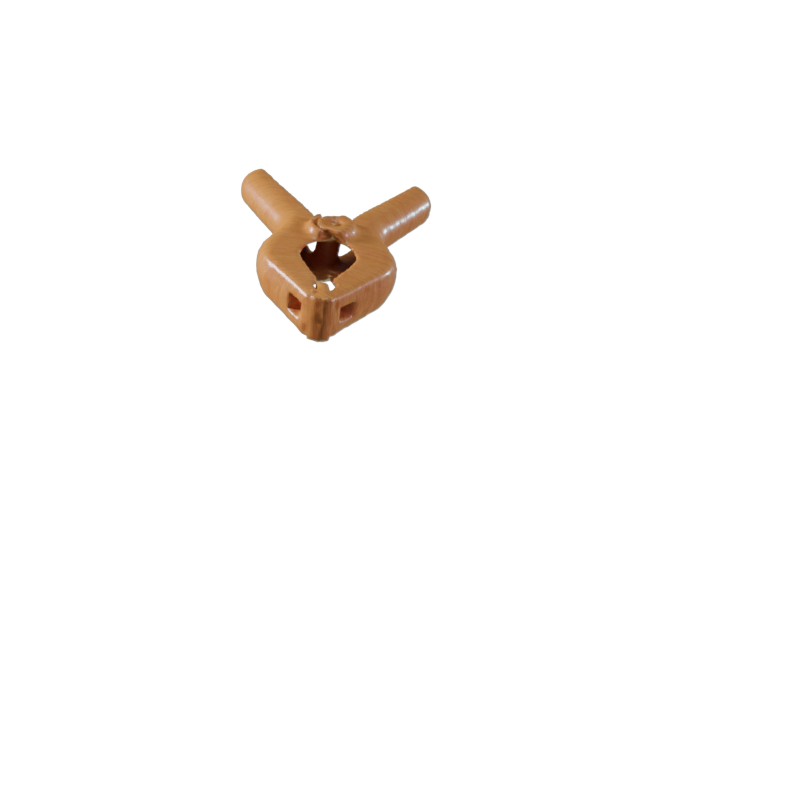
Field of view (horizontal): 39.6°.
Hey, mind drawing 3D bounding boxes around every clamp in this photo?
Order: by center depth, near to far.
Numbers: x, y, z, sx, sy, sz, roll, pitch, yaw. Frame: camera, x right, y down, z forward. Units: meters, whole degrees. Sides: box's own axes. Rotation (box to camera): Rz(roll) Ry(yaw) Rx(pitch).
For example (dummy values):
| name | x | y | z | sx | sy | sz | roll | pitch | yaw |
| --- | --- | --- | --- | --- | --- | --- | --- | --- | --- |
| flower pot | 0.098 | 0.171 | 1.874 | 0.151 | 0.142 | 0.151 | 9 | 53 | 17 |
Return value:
| name | x | y | z | sx | sy | sz | roll | pitch | yaw |
| --- | --- | --- | --- | --- | --- | --- | --- | --- | --- |
| clamp | -0.051 | -0.093 | 0.651 | 0.122 | 0.037 | 0.179 | 5 | 30 | 9 |
